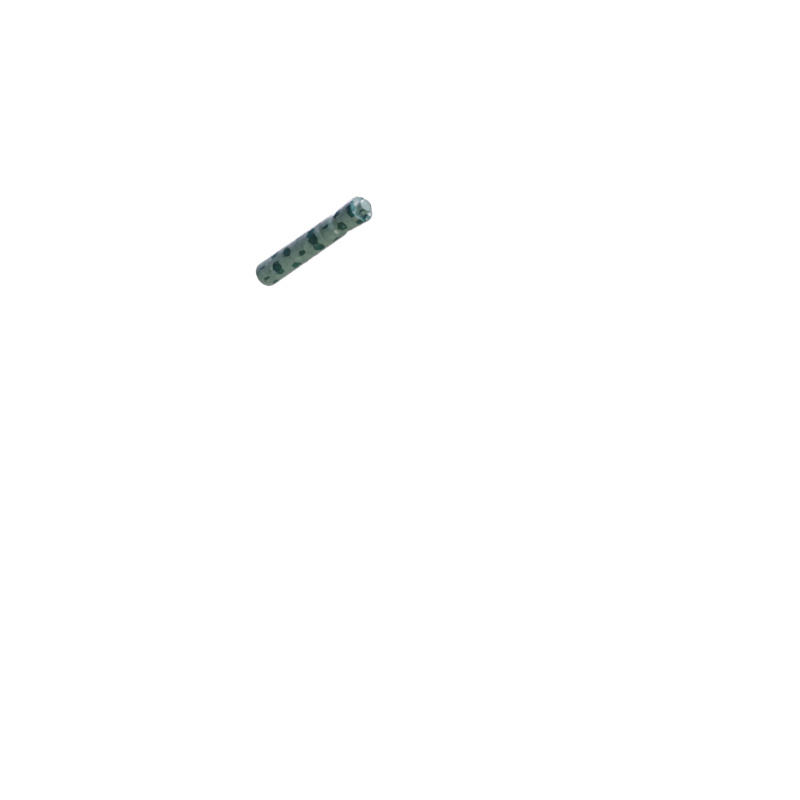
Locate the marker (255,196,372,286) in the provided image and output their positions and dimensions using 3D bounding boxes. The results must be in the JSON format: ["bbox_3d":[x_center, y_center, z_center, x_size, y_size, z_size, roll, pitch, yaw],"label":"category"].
[{"bbox_3d":[-0.061,-0.111,0.781,0.019,0.021,0.121,-3,-16,-43],"label":"marker"}]
